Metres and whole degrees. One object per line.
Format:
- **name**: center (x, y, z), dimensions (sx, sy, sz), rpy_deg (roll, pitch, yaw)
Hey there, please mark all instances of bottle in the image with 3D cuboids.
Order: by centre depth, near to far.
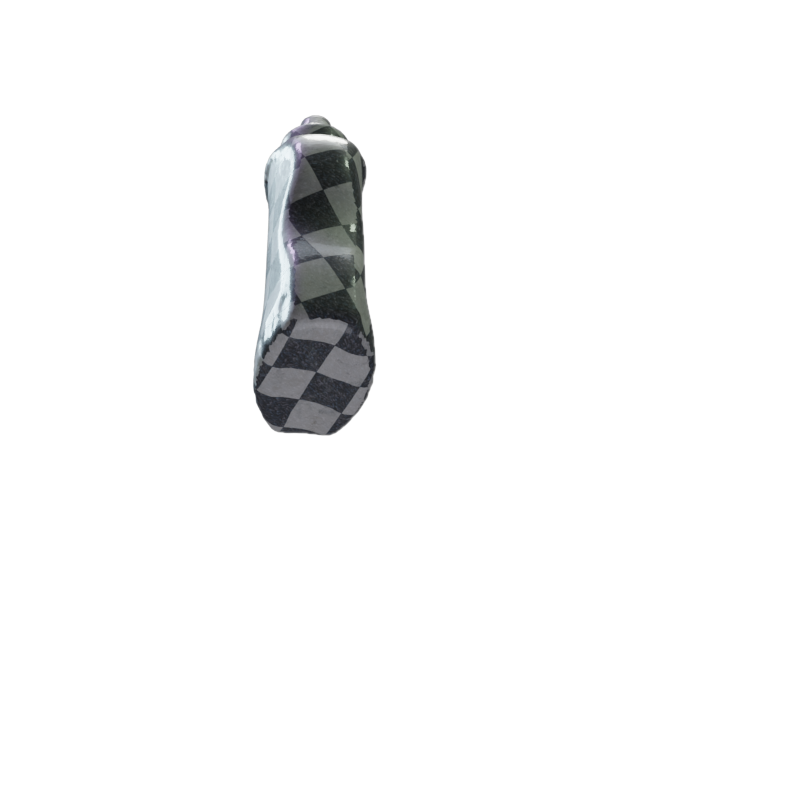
- **bottle**: center (-0.046, -0.084, 0.592), dimensions (0.058, 0.206, 0.090), rpy_deg (3, -40, -7)
